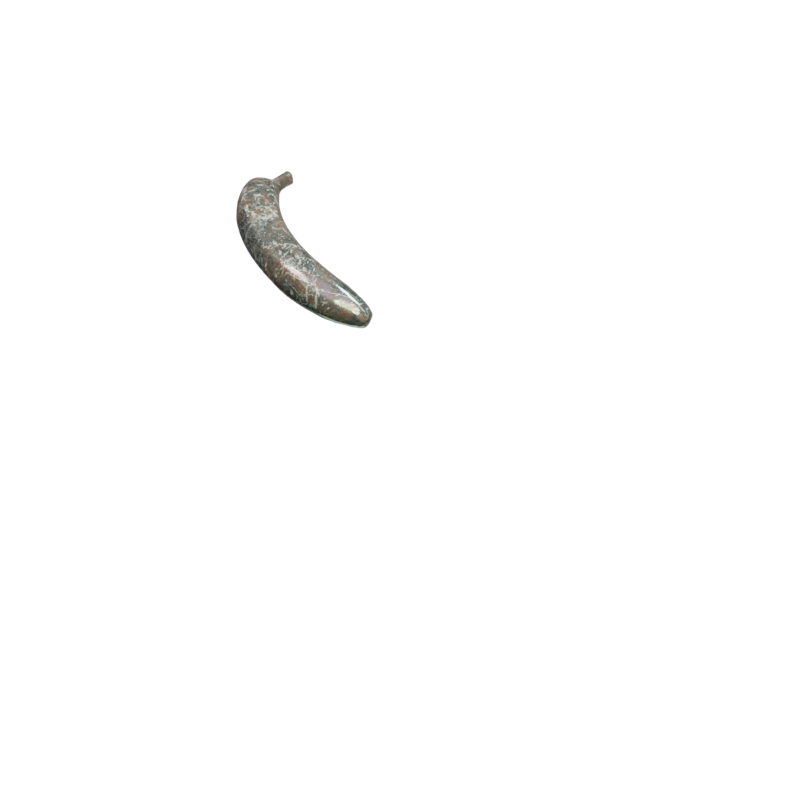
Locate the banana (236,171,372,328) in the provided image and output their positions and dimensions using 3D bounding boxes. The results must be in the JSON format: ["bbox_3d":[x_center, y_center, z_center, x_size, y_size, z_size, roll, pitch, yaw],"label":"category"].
[{"bbox_3d":[-0.089,-0.126,0.893,0.069,0.034,0.214,-15,49,-15],"label":"banana"}]
